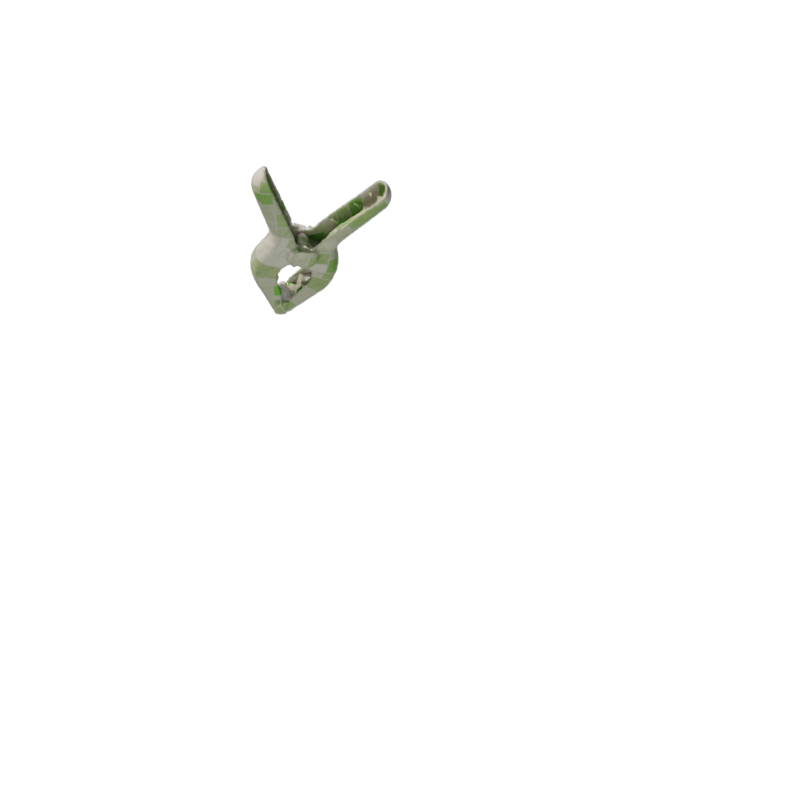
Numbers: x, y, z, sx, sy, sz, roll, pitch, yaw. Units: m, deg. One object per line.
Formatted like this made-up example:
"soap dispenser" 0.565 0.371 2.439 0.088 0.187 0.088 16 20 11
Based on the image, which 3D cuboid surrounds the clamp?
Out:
"clamp" -0.077 -0.140 0.978 0.119 0.042 0.161 5 -36 -8
